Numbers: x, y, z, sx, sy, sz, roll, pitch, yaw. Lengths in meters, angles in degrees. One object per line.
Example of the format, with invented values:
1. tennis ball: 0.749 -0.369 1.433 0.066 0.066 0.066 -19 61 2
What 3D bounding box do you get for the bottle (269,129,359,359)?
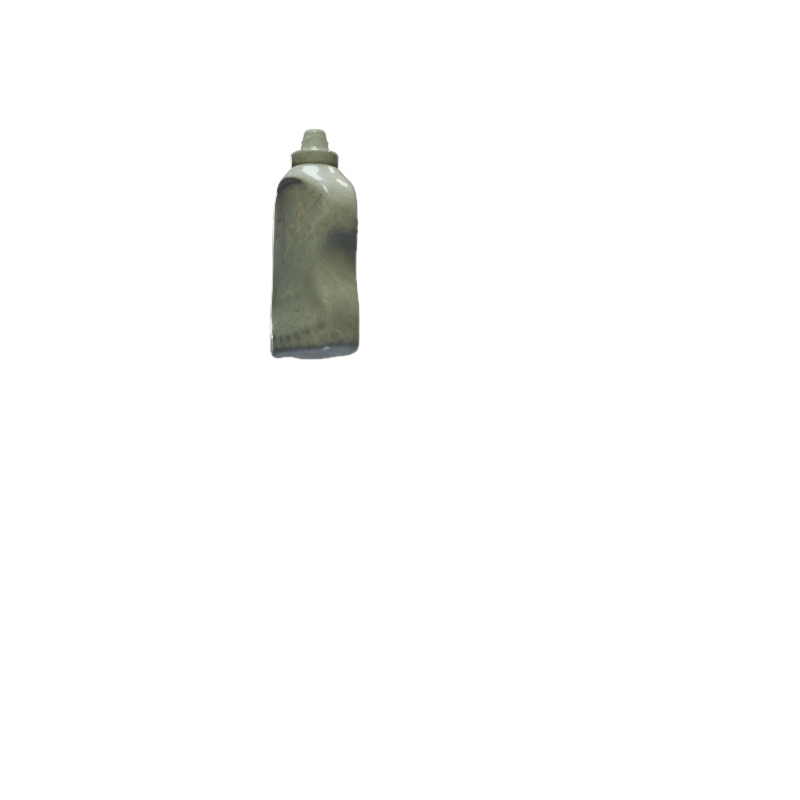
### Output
1. bottle: -0.072 -0.132 0.927 0.056 0.196 0.098 5 -11 -32
